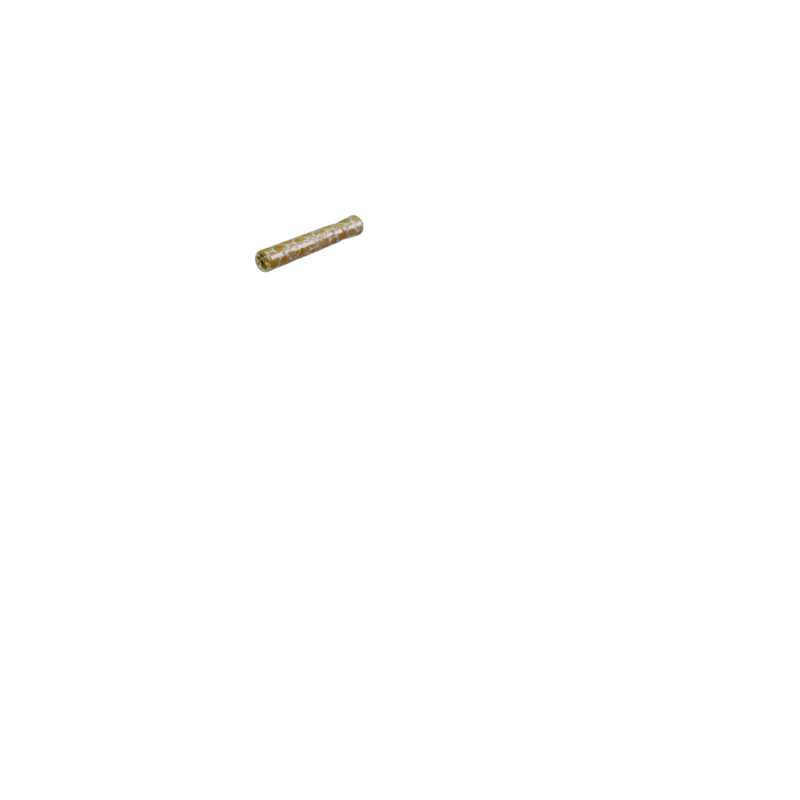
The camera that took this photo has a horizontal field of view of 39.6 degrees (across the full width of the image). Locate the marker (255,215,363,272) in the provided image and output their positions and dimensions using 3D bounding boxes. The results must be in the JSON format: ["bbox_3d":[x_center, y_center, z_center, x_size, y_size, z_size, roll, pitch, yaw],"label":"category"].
[{"bbox_3d":[-0.073,-0.134,0.935,0.021,0.019,0.120,3,24,42],"label":"marker"}]
